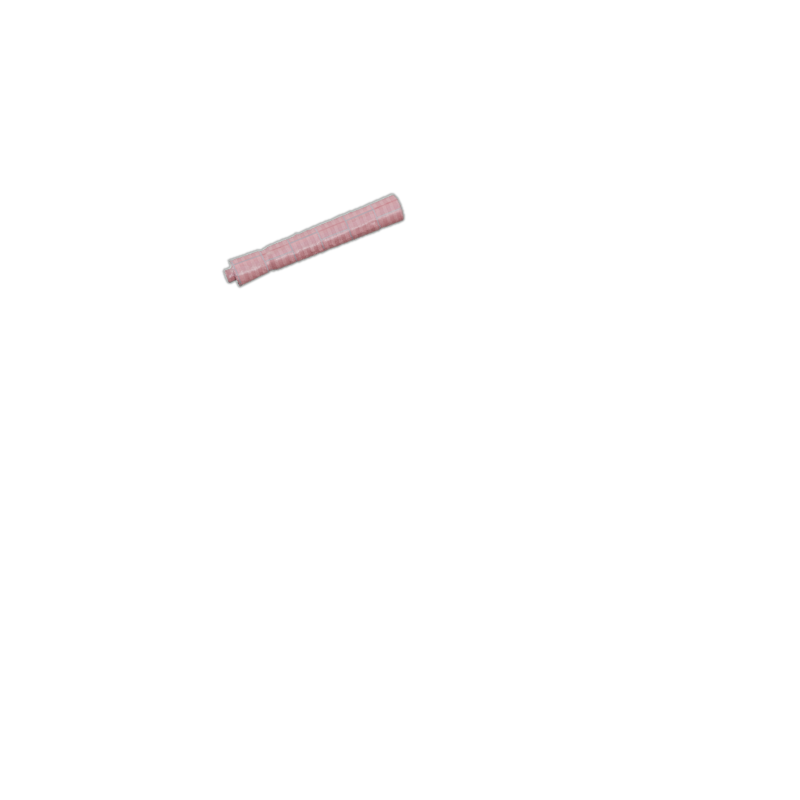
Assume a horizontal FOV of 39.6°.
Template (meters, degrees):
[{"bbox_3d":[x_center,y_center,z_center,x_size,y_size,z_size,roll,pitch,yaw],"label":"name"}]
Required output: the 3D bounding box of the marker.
[{"bbox_3d":[-0.056,-0.102,0.711,0.121,0.019,0.020,-23,8,-7],"label":"marker"}]
